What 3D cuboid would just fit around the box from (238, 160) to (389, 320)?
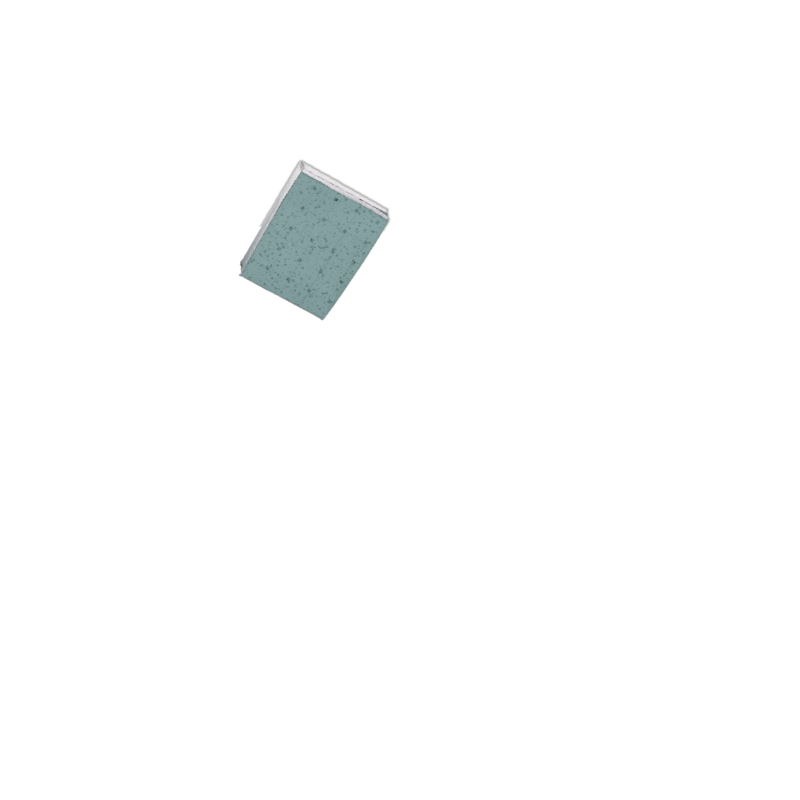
[{"bbox_3d":[-0.076,-0.138,0.967,0.088,0.111,0.041,30,16,-11],"label":"box"}]
